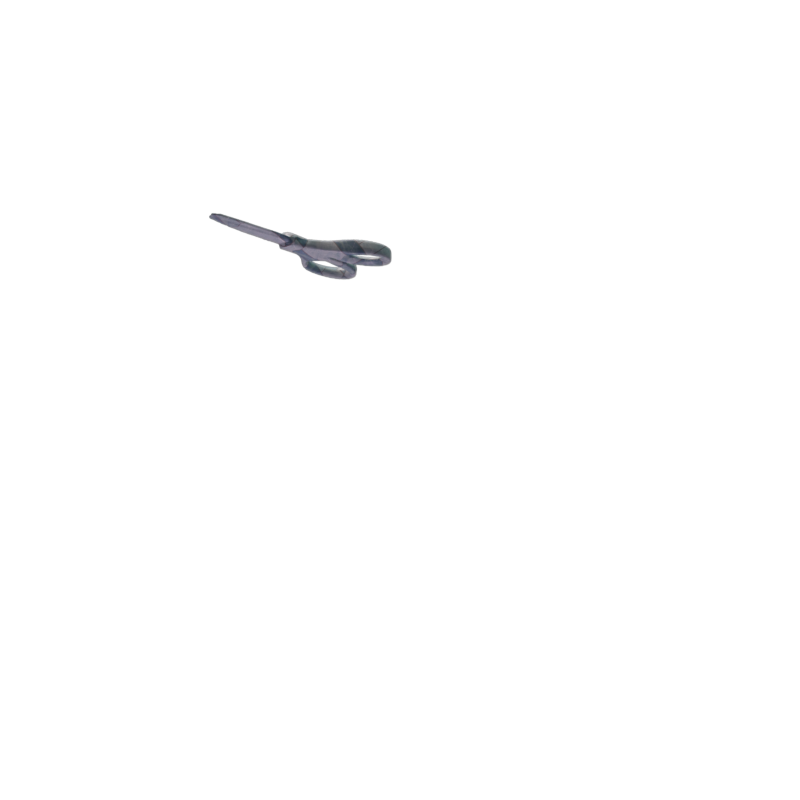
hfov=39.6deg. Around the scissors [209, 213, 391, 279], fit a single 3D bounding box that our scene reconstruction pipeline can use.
[{"bbox_3d":[-0.078,-0.142,0.995,0.098,0.016,0.190,-5,-12,24],"label":"scissors"}]
